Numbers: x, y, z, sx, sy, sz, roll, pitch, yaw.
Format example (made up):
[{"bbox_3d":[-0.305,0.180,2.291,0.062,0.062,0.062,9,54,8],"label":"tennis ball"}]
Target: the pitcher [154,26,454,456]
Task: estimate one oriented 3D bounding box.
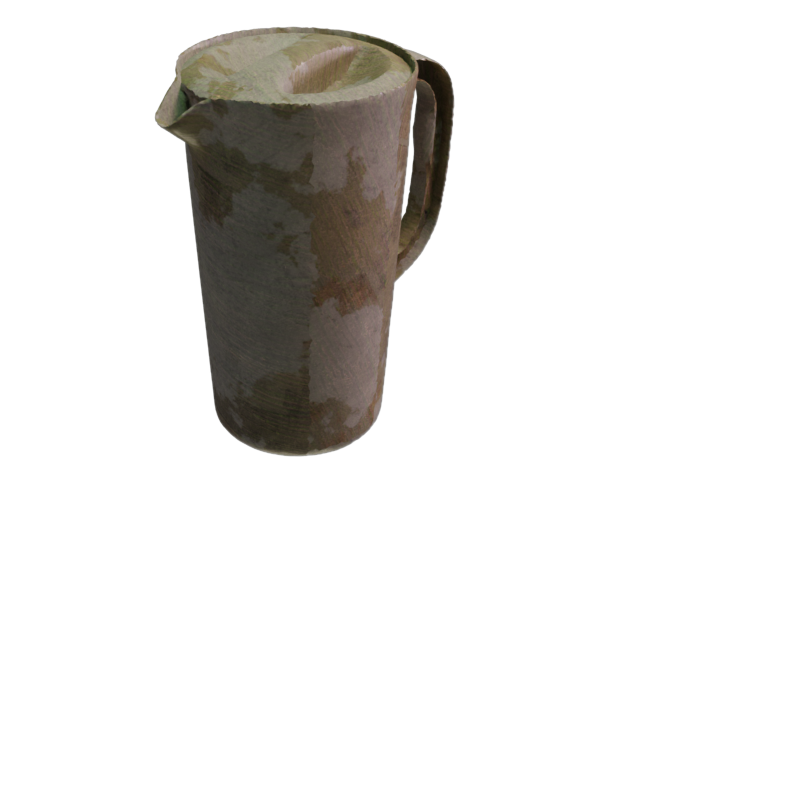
[{"bbox_3d":[-0.052,-0.095,0.665,0.151,0.229,0.152,7,31,8],"label":"pitcher"}]
